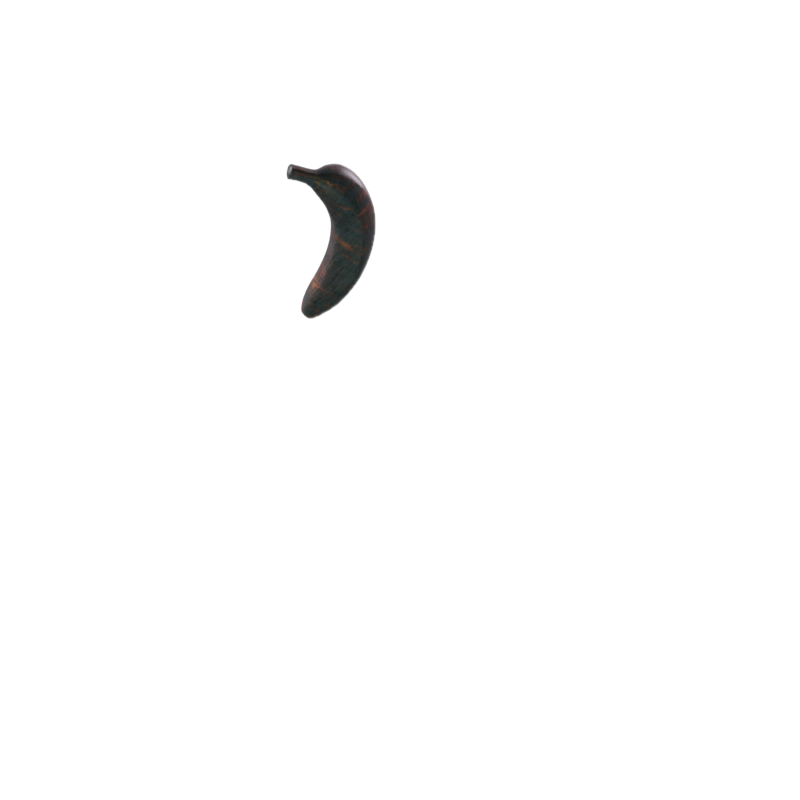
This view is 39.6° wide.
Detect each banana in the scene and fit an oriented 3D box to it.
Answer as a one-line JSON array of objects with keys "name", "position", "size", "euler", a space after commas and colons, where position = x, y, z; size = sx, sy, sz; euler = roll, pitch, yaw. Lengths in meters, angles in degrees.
[{"name": "banana", "position": [-0.055, -0.138, 0.940], "size": [0.070, 0.039, 0.184], "euler": [-1, -36, 0]}]
